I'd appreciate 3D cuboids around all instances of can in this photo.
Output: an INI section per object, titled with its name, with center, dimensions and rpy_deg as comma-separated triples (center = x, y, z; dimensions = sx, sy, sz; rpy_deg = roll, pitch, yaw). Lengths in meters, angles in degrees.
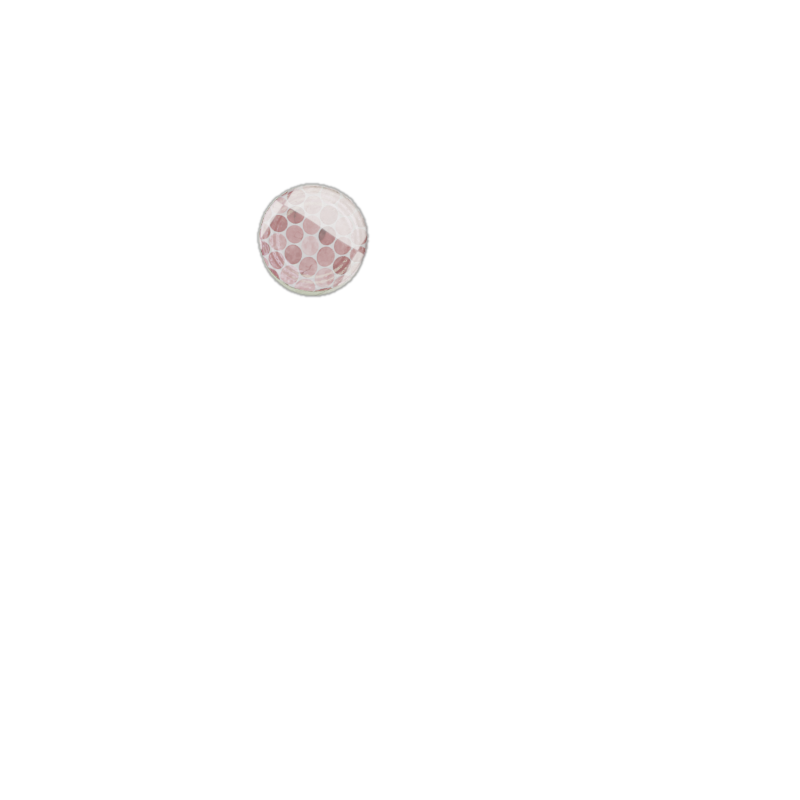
[can]
center = -0.069, -0.126, 0.881
dimensions = 0.086, 0.088, 0.033
rpy_deg = 0, -11, -1
